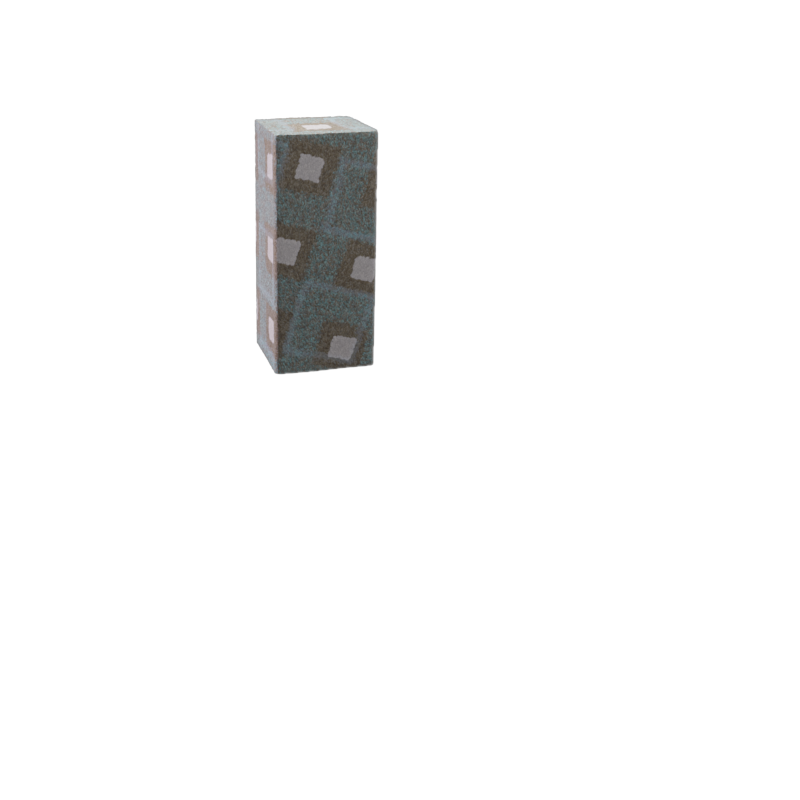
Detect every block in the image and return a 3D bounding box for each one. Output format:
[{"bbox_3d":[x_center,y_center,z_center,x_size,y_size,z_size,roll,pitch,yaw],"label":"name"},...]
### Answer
[{"bbox_3d":[-0.075,-0.138,0.965,0.088,0.199,0.096,-4,17,-16],"label":"block"}]
